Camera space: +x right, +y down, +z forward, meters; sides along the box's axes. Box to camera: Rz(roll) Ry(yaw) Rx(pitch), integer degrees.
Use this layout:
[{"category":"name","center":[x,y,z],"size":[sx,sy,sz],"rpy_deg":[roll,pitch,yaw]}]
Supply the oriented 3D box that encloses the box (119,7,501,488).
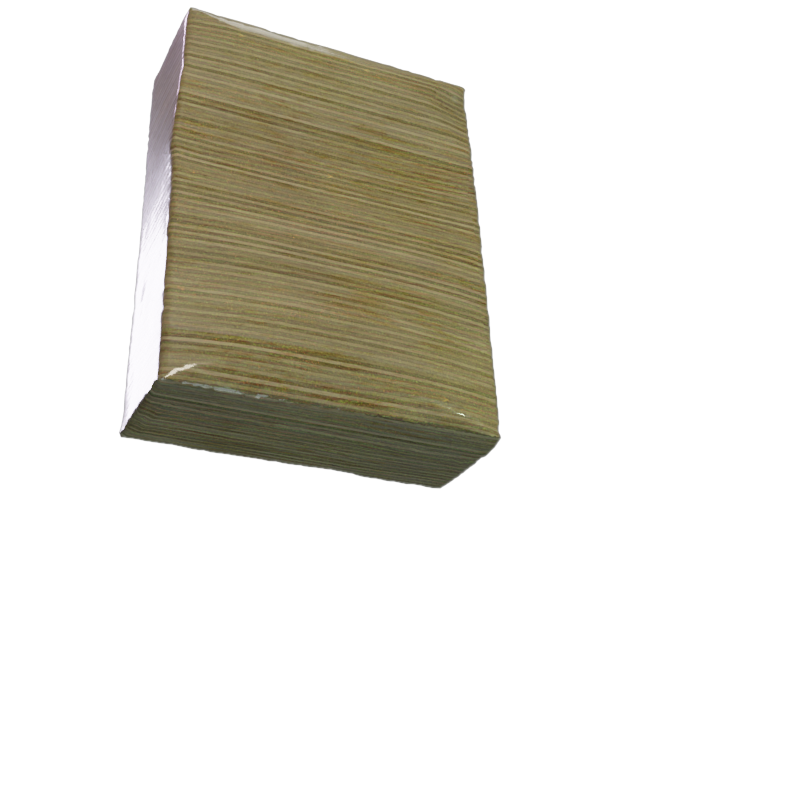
[{"category":"box","center":[-0.043,-0.078,0.547],"size":[0.158,0.228,0.070],"rpy_deg":[11,-33,-21]}]
